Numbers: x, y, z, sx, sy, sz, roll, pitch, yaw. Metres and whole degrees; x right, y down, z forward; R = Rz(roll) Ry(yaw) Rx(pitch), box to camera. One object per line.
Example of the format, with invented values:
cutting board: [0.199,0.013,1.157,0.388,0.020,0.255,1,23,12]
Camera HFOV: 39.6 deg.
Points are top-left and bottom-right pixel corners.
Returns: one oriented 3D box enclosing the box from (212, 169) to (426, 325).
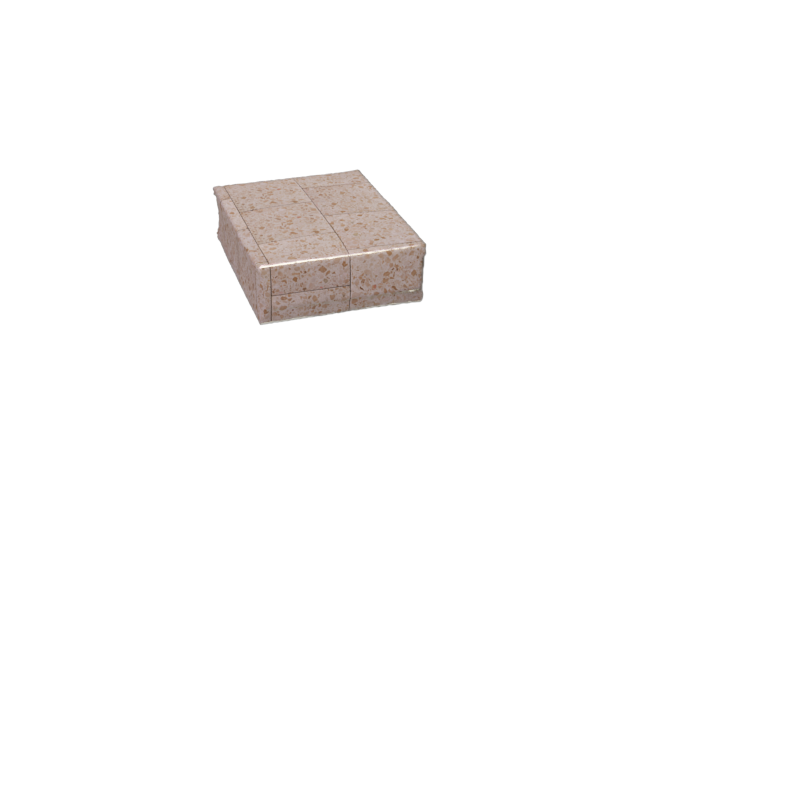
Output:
box: [-0.047,-0.087,0.606,0.088,0.037,0.122,-9,30,-16]
